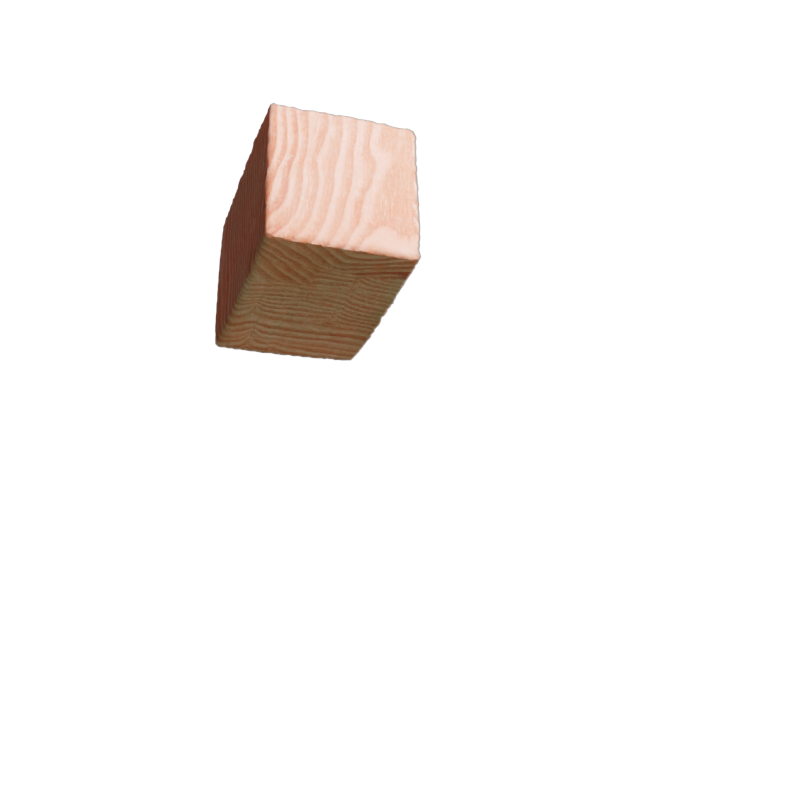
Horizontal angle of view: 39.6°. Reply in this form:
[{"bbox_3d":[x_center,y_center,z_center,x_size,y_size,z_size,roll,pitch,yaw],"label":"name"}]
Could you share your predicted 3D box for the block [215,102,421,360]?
[{"bbox_3d":[-0.030,-0.055,0.382,0.051,0.054,0.075,8,-30,-17],"label":"block"}]
